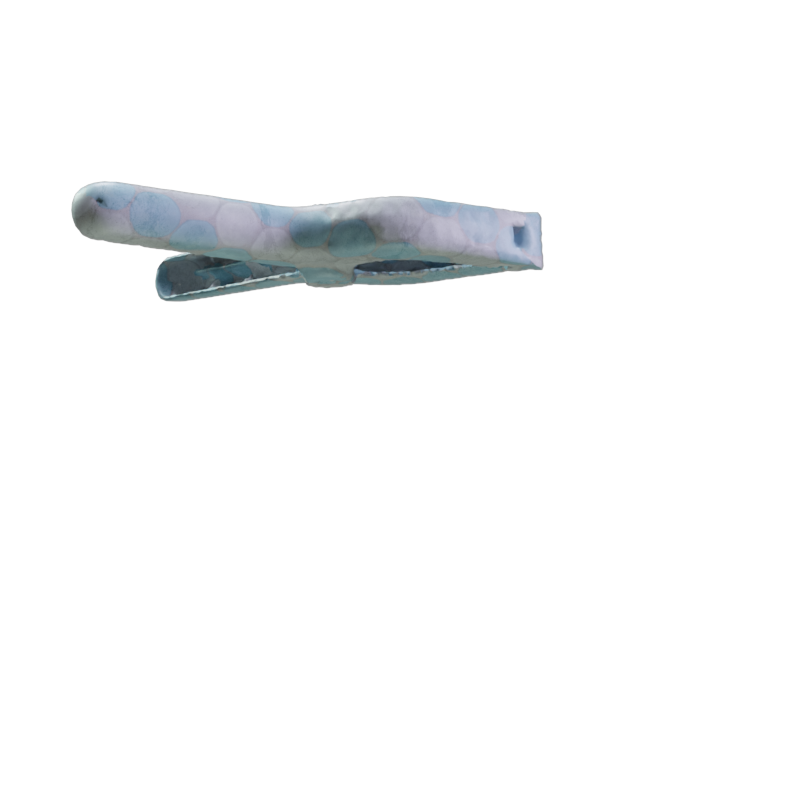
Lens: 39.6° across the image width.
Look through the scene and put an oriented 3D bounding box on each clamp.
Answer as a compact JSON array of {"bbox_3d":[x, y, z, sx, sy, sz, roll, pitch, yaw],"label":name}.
[{"bbox_3d":[-0.041,-0.074,0.520,0.213,0.037,0.159,-1,-5,10],"label":"clamp"}]
